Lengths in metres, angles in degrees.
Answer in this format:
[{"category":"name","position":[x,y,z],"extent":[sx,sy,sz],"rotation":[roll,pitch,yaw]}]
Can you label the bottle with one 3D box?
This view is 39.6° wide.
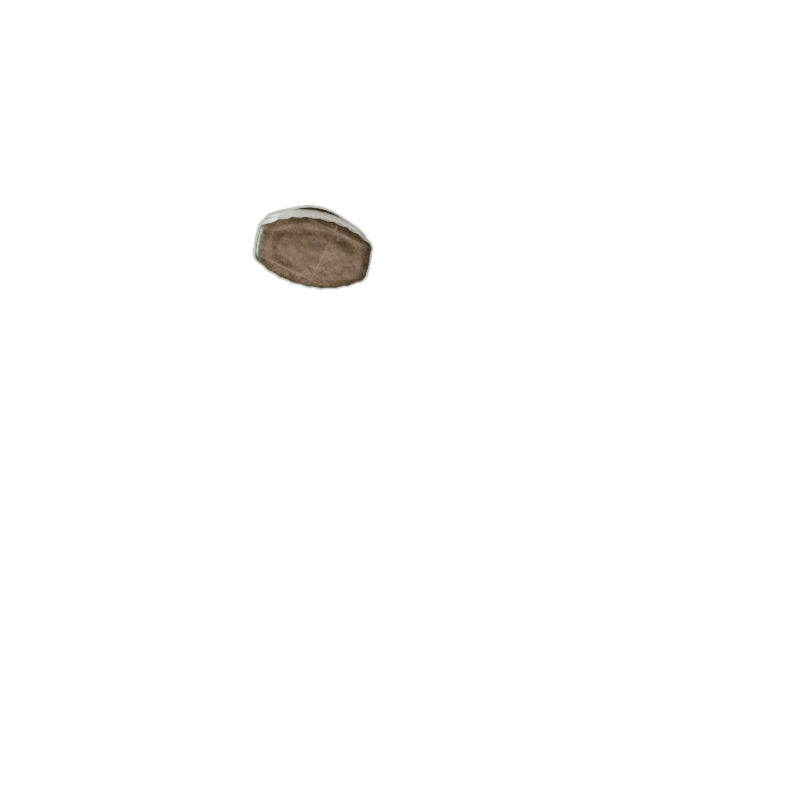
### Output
[{"category":"bottle","position":[-0.078,-0.142,0.997],"extent":[0.095,0.057,0.196],"rotation":[8,12,-5]}]
